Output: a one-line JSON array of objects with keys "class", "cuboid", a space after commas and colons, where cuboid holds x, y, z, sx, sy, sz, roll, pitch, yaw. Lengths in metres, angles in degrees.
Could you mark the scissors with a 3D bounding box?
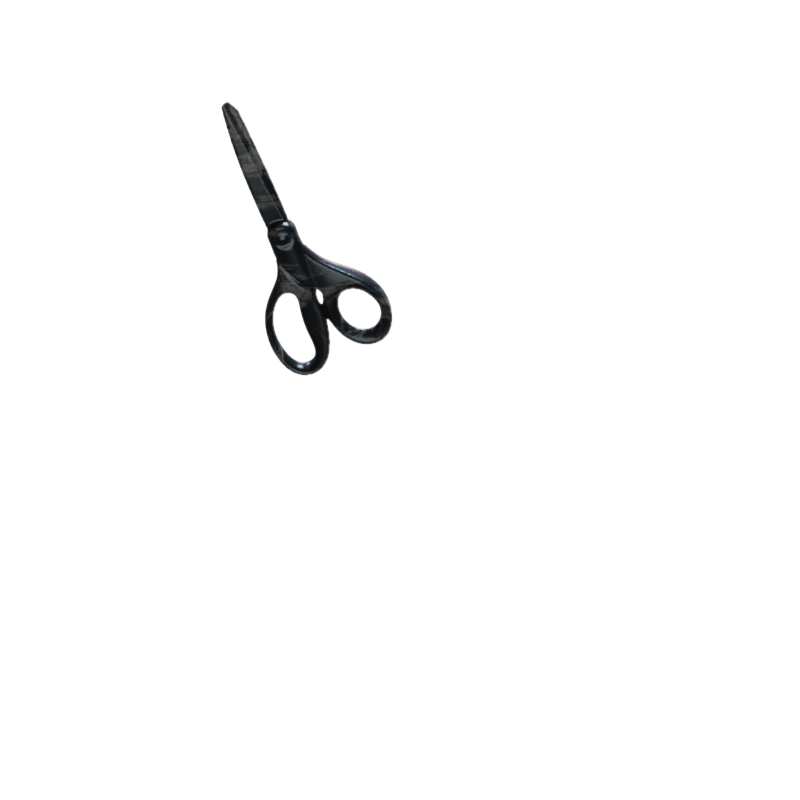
[{"class": "scissors", "cuboid": [-0.057, -0.104, 0.730, 0.096, 0.190, 0.017, -3, 29, 2]}]
